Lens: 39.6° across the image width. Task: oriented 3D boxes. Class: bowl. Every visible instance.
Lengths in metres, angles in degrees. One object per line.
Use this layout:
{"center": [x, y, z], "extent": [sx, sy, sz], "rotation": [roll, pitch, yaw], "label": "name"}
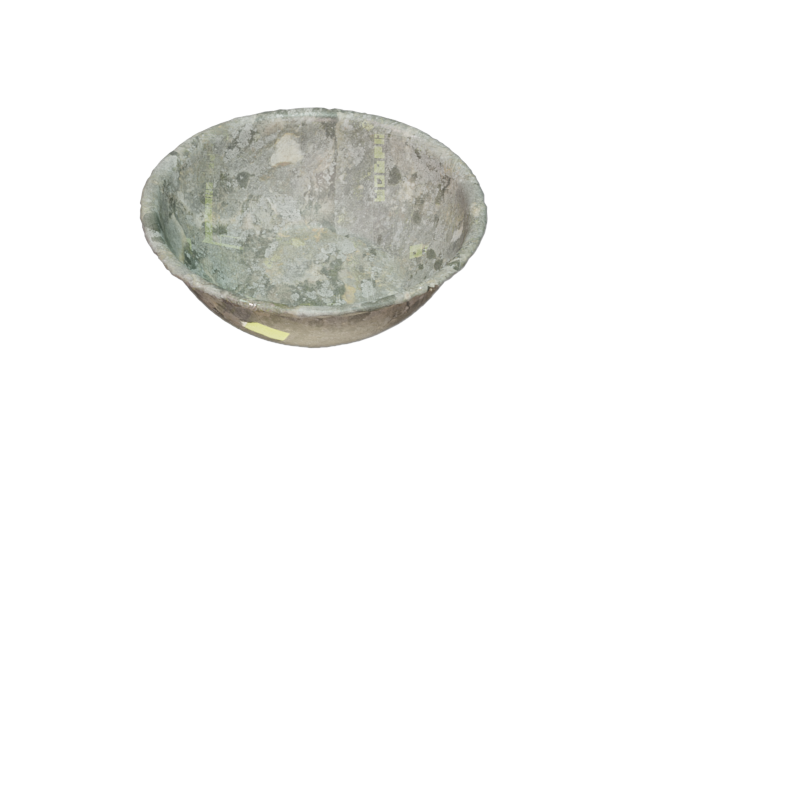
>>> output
{"center": [-0.042, -0.076, 0.533], "extent": [0.162, 0.051, 0.174], "rotation": [-1, 43, -1], "label": "bowl"}
